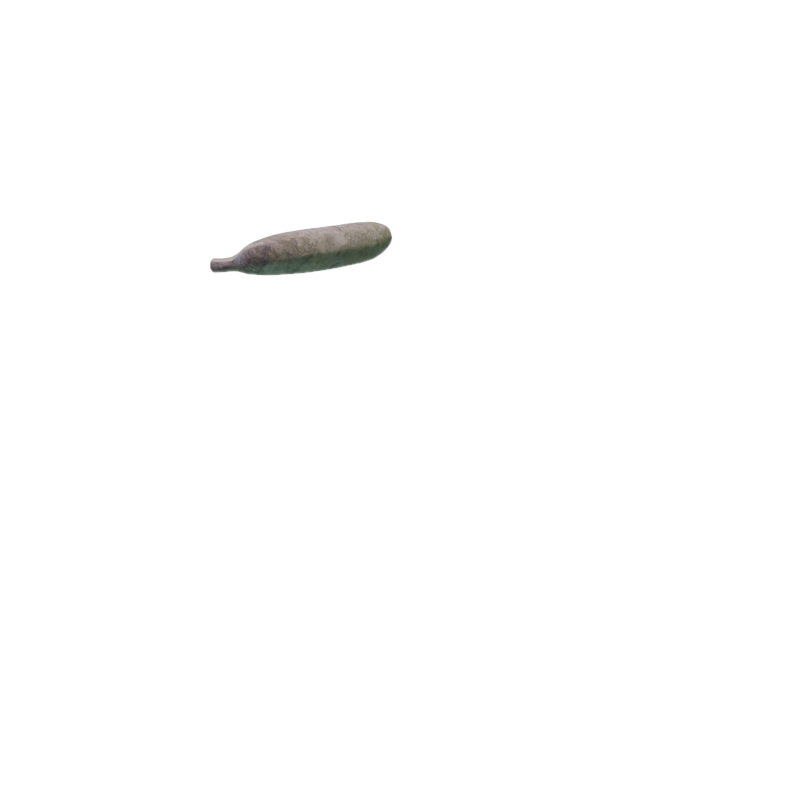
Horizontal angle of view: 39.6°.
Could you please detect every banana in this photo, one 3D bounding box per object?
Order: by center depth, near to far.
[{"bbox_3d":[-0.069,-0.137,0.983,0.193,0.036,0.074,-14,21,-37],"label":"banana"}]
